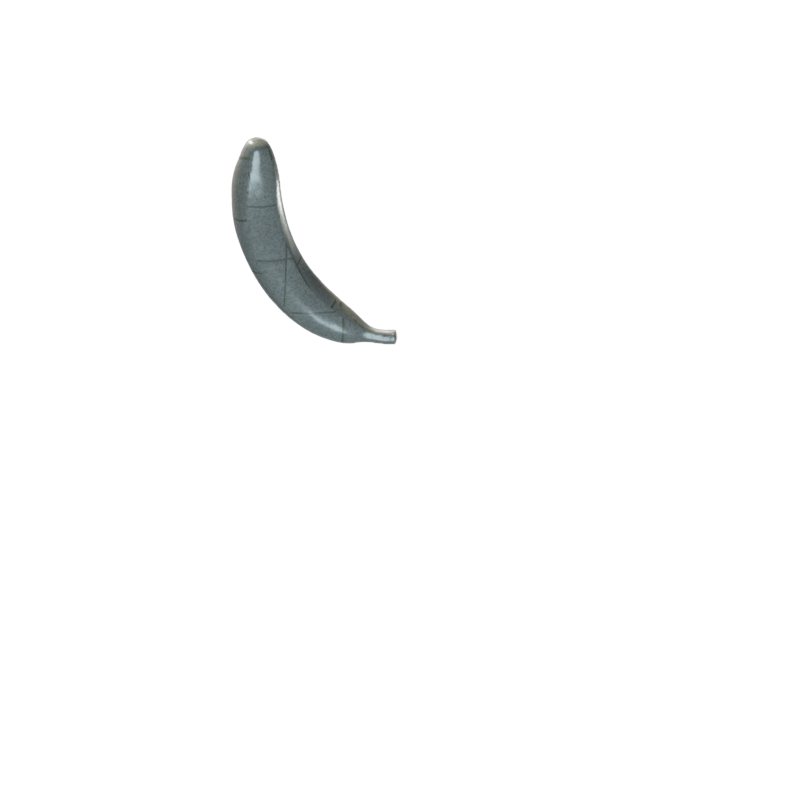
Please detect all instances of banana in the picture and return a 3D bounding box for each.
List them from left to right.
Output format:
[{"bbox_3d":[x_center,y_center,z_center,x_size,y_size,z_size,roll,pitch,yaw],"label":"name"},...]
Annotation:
[{"bbox_3d":[-0.077,-0.104,0.805,0.070,0.184,0.039,-25,33,17],"label":"banana"}]
